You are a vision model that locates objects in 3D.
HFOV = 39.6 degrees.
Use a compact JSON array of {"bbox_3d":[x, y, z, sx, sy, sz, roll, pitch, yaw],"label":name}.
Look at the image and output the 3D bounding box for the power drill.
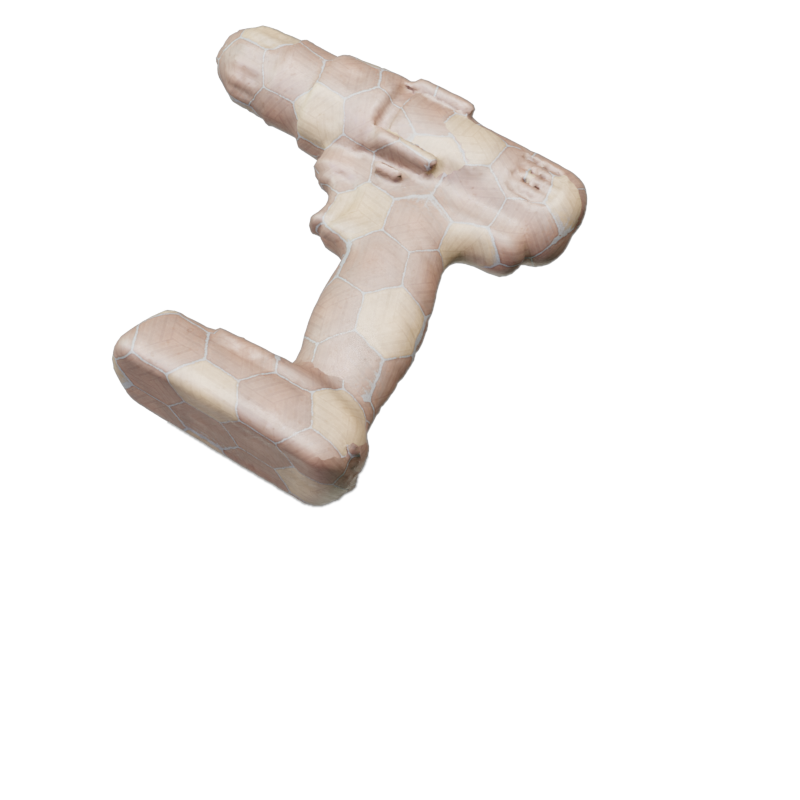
[{"bbox_3d":[-0.037,-0.067,0.471,0.191,0.193,0.054,28,-25,14],"label":"power drill"}]
